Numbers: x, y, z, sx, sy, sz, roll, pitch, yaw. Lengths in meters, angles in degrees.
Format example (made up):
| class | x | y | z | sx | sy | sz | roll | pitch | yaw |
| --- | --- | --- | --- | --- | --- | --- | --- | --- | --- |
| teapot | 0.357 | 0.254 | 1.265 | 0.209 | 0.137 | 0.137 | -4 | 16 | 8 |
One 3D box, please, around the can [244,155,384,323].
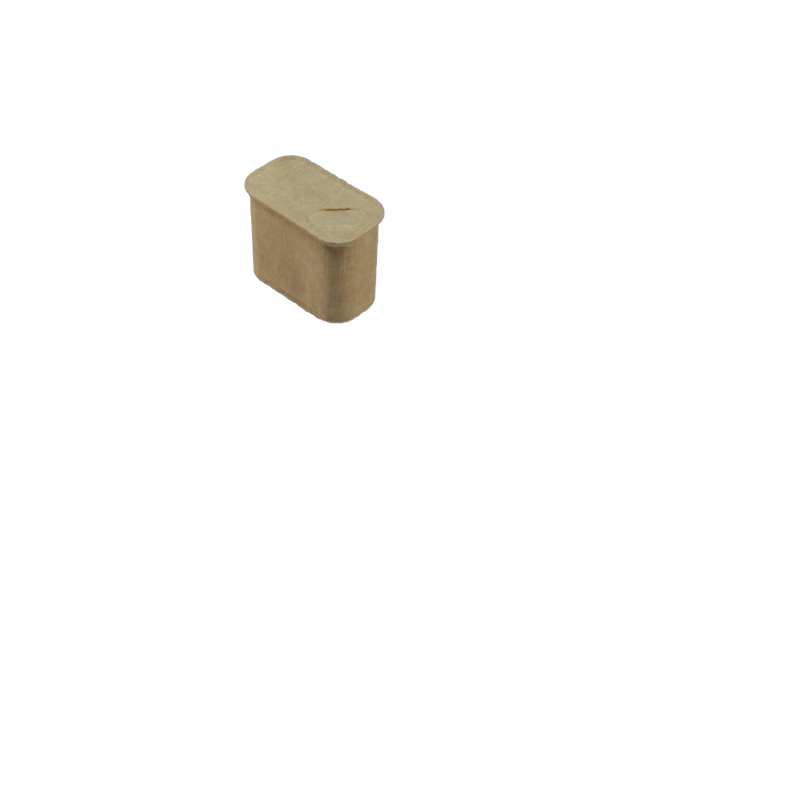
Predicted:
| class | x | y | z | sx | sy | sz | roll | pitch | yaw |
| --- | --- | --- | --- | --- | --- | --- | --- | --- | --- |
| can | -0.062 | -0.113 | 0.793 | 0.108 | 0.078 | 0.058 | 34 | 53 | 28 |
